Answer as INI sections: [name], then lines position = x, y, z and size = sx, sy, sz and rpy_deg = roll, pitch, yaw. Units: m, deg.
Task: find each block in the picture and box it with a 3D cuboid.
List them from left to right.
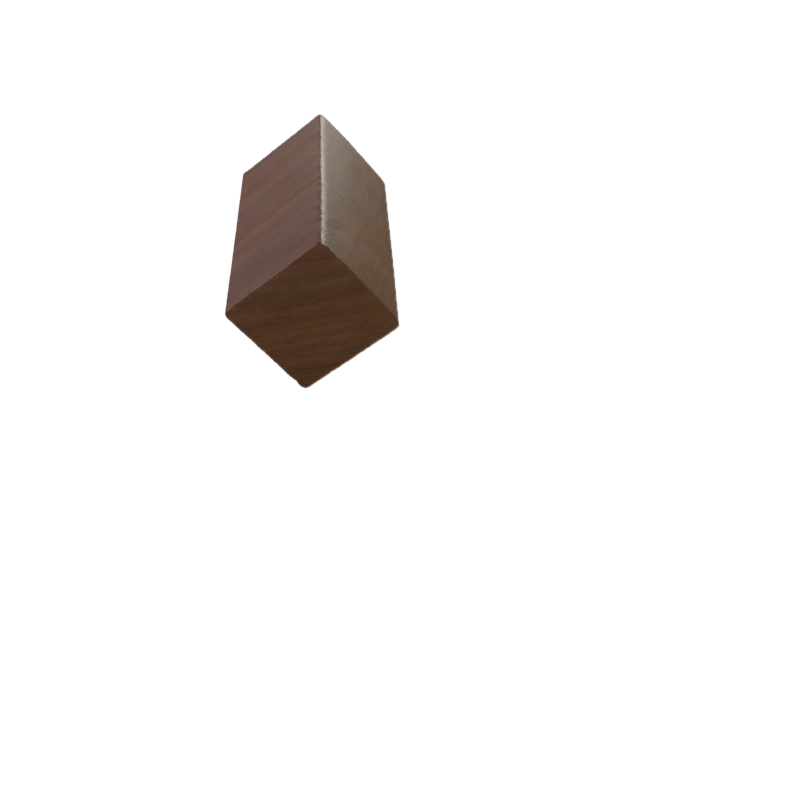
[block]
position = -0.066, -0.121, 0.848
size = 0.090, 0.085, 0.220
rpy_deg = -34, 31, 20
